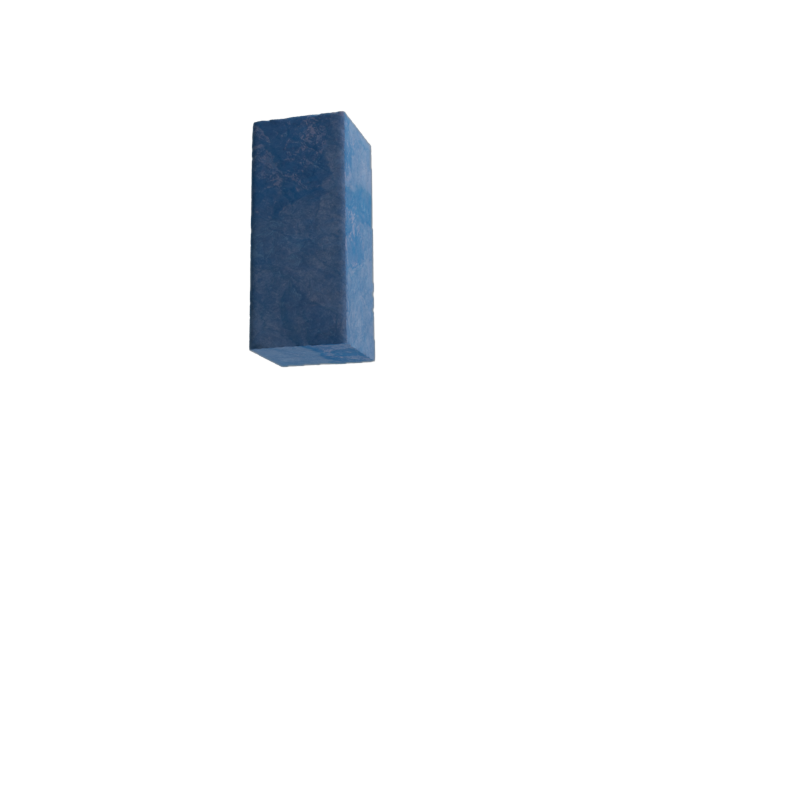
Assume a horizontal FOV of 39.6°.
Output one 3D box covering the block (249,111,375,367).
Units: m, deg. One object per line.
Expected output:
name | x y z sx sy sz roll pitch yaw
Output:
block | -0.078 -0.141 0.985 0.092 0.214 0.086 -5 -16 15
